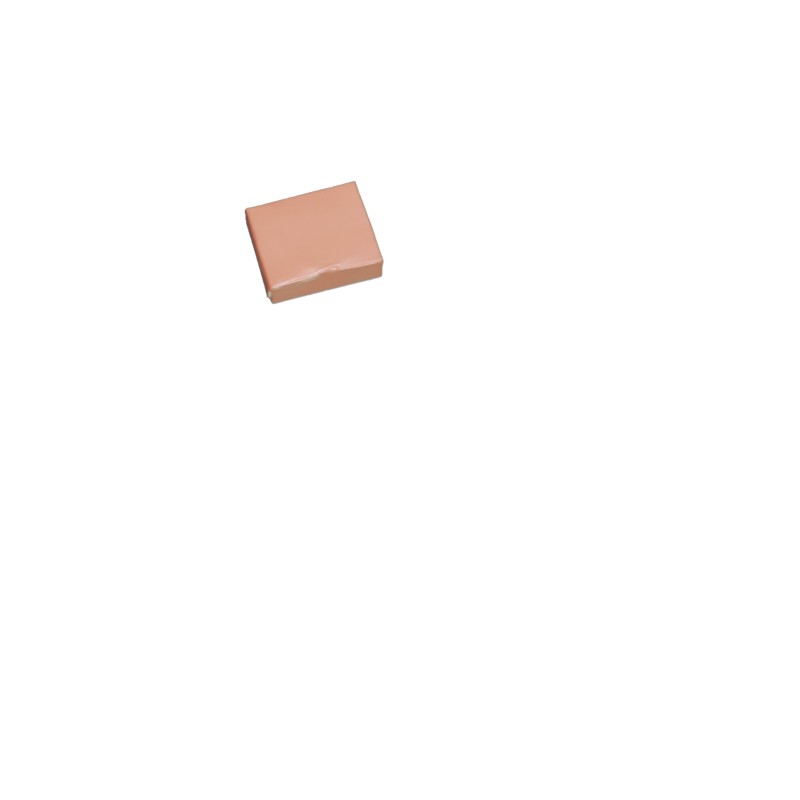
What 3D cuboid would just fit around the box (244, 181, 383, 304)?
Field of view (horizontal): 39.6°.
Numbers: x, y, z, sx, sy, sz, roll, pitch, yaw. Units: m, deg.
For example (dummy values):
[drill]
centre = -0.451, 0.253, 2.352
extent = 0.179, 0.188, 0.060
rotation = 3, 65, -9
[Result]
[box]
centre = -0.065, -0.118, 0.830
extent = 0.089, 0.078, 0.028
rotation = -15, -27, -8
